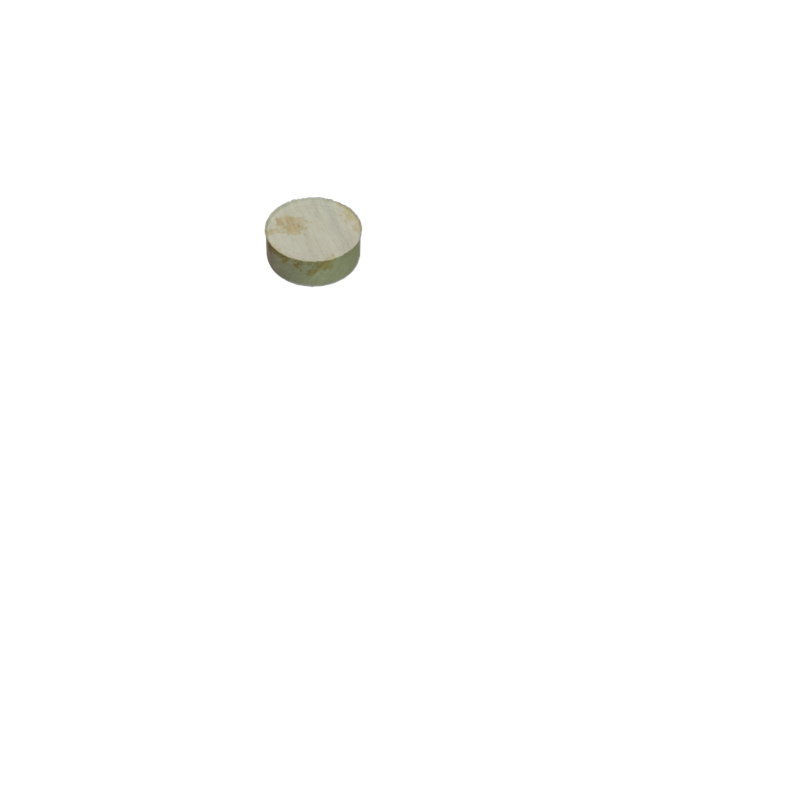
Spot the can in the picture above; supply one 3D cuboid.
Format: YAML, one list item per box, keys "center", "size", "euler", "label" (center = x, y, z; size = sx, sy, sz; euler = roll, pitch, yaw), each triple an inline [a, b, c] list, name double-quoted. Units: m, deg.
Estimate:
- center: [-0.077, -0.141, 0.985]
  size: [0.086, 0.092, 0.031]
  euler: [-1, -44, -1]
  label: "can"
